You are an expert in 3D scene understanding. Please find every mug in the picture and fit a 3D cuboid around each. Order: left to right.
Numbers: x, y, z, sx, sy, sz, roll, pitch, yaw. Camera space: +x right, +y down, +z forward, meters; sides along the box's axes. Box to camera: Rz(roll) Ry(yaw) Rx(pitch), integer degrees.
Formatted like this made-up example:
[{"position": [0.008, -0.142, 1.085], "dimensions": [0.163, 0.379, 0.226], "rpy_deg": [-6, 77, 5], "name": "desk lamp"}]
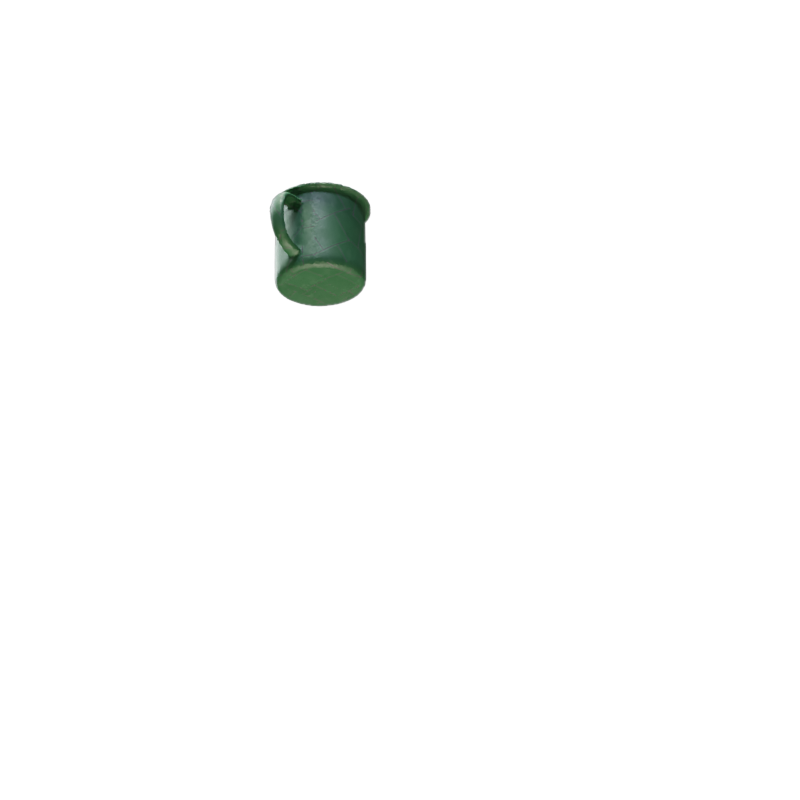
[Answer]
[{"position": [-0.077, -0.141, 0.990], "dimensions": [0.094, 0.087, 0.109], "rpy_deg": [-15, -30, 25], "name": "mug"}]
